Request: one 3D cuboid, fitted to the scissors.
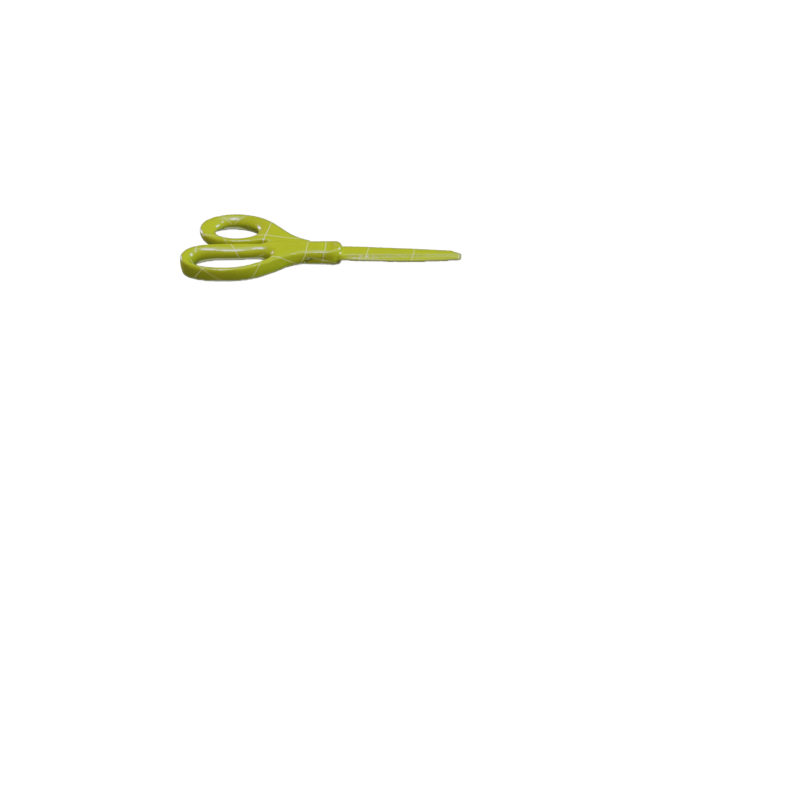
[{"bbox_3d":[-0.065,-0.118,0.829,0.199,0.015,0.104,-8,35,-11],"label":"scissors"}]
